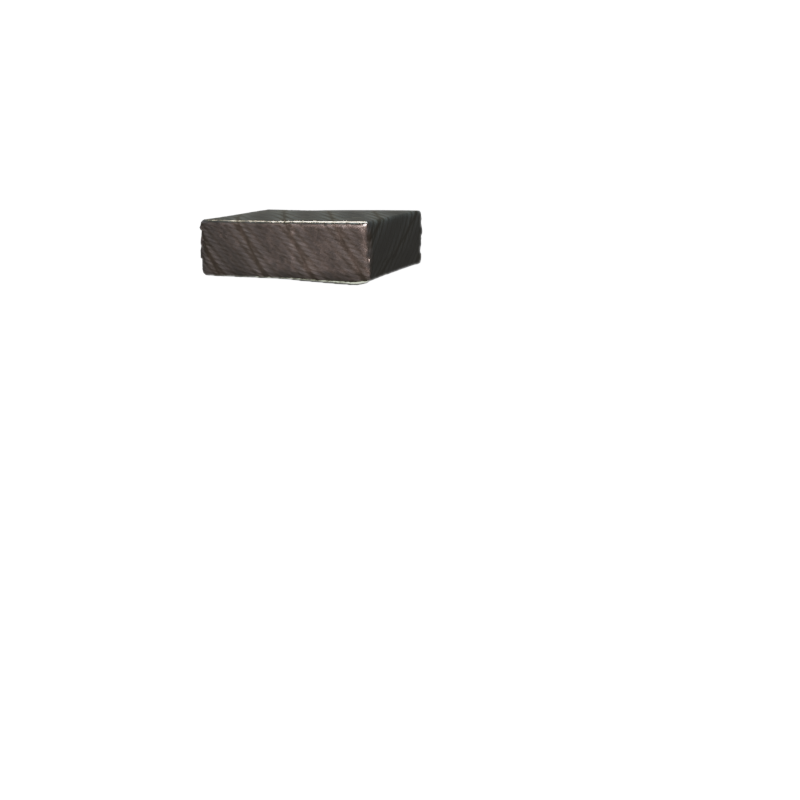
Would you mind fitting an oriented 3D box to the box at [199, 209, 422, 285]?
[{"bbox_3d":[-0.054,-0.098,0.686,0.117,0.038,0.089,6,15,22],"label":"box"}]
